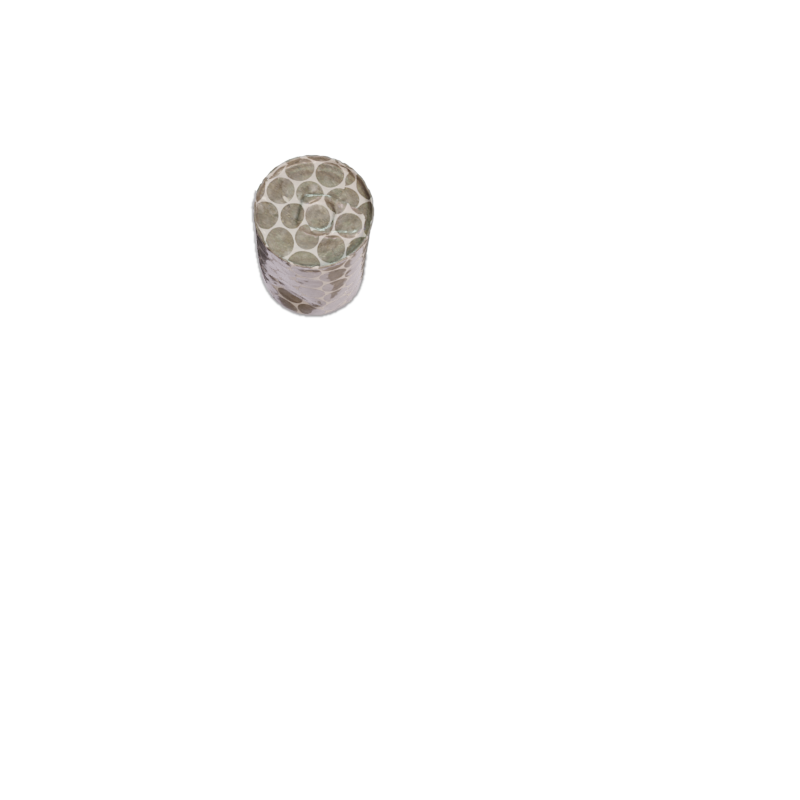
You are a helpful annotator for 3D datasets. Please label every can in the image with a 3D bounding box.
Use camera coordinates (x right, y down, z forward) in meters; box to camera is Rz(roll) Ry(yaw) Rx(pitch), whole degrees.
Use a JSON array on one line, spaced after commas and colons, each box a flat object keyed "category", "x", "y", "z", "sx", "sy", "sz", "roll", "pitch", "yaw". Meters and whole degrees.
[{"category": "can", "x": -0.052, "y": -0.095, "z": 0.665, "sx": 0.068, "sy": 0.071, "sz": 0.098, "roll": 0, "pitch": -15, "yaw": -3}]
